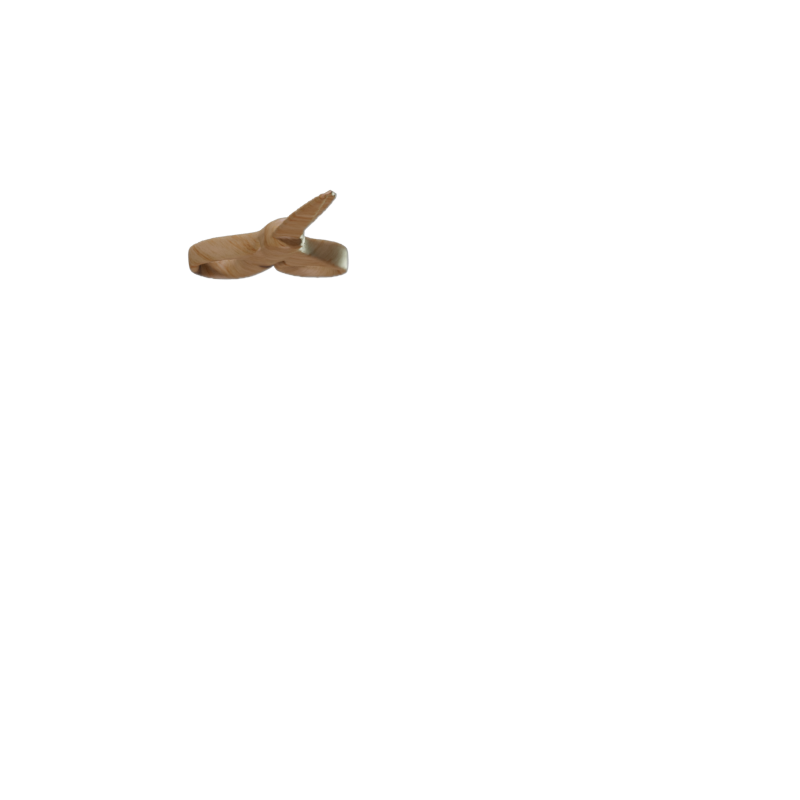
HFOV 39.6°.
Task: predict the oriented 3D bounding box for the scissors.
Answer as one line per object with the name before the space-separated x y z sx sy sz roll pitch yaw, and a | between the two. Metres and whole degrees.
scissors | -0.043 -0.079 0.550 0.093 0.016 0.206 1 -2 -31
